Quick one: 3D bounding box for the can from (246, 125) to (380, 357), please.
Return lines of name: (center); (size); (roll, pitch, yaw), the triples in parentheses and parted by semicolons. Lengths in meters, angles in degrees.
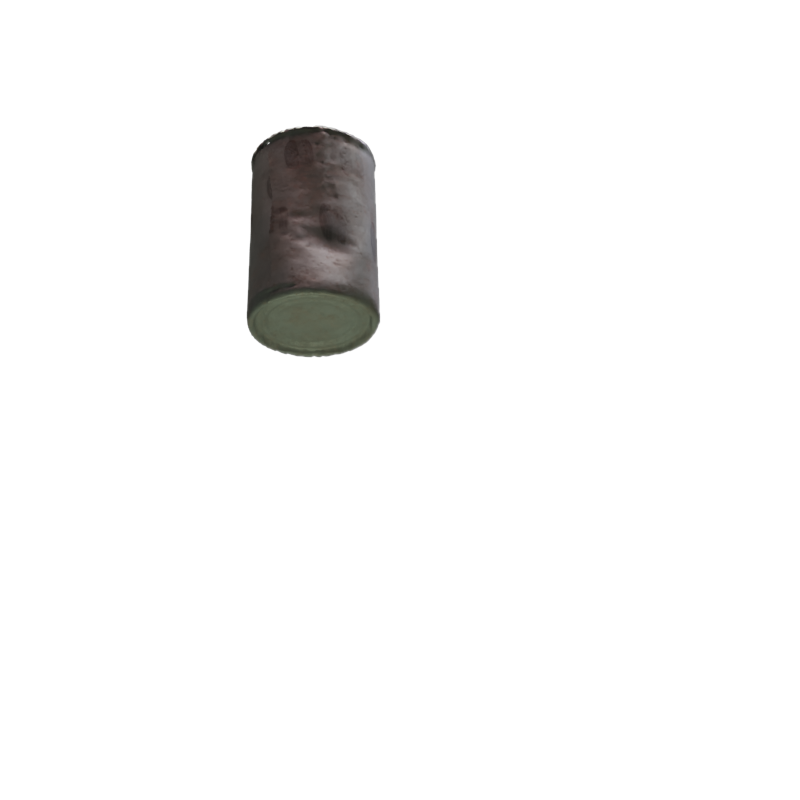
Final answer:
can: (-0.045, -0.083, 0.578); (0.068, 0.109, 0.064); (0, -30, -2)
